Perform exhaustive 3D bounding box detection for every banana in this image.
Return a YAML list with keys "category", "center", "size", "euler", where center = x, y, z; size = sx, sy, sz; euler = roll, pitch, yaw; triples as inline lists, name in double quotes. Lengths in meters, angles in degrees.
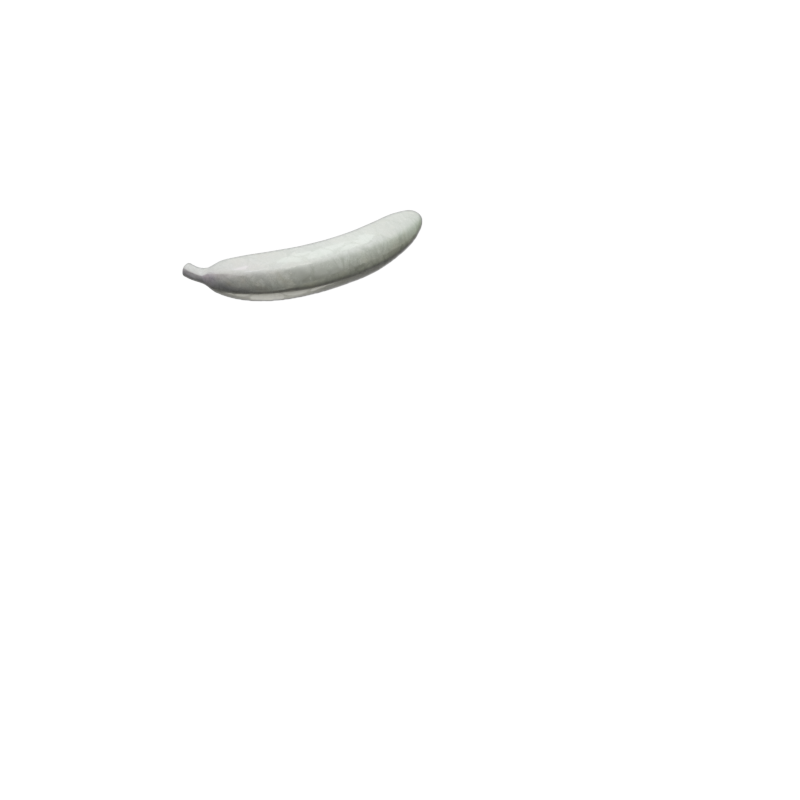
- category: "banana"
  center: [-0.064, -0.110, 0.848]
  size: [0.195, 0.034, 0.075]
  euler: [-14, 42, -16]
